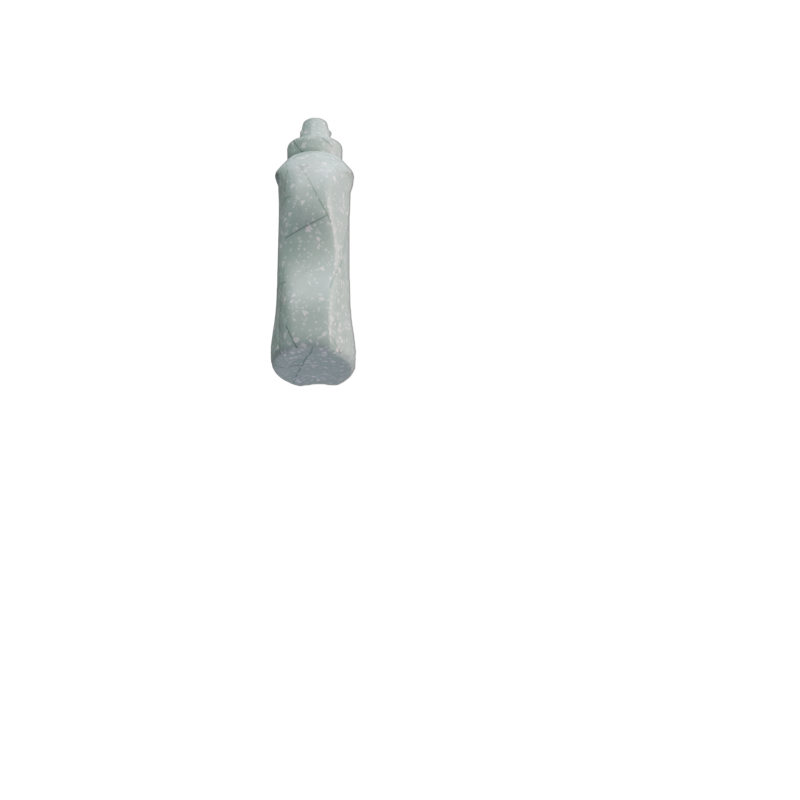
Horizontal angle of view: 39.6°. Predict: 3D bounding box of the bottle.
[{"bbox_3d":[-0.061,-0.113,0.789,0.059,0.201,0.091,-3,-20,3],"label":"bottle"}]
